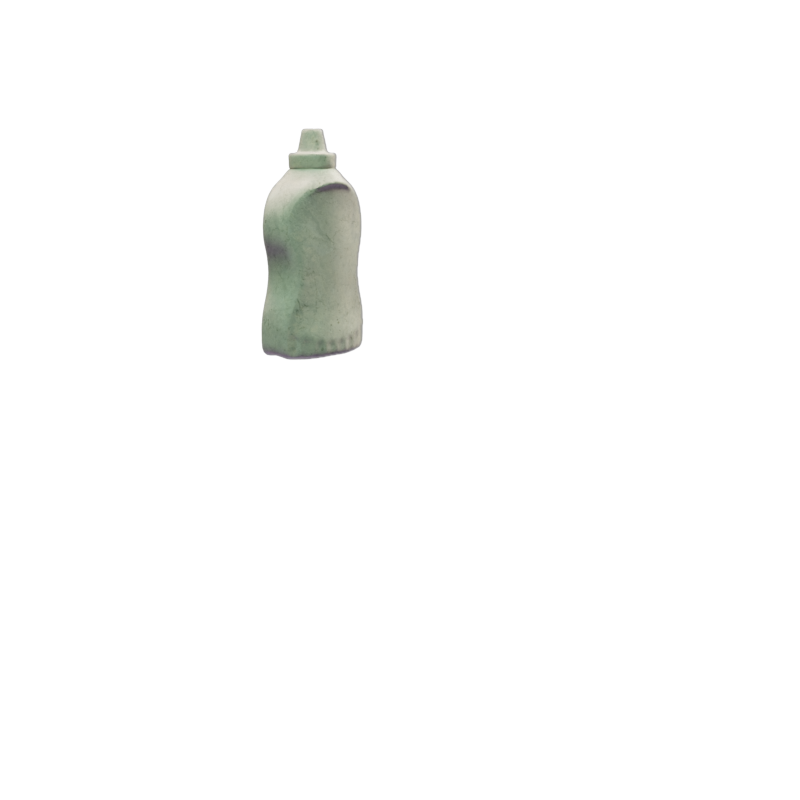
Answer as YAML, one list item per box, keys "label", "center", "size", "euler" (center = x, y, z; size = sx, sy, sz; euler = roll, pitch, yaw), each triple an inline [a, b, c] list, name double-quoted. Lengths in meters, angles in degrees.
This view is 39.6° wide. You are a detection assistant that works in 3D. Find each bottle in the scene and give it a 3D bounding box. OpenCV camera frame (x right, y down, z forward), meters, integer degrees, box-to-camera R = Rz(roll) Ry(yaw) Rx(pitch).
- label: "bottle"
  center: [-0.074, -0.135, 0.946]
  size: [0.093, 0.189, 0.061]
  euler: [-6, 9, -44]
